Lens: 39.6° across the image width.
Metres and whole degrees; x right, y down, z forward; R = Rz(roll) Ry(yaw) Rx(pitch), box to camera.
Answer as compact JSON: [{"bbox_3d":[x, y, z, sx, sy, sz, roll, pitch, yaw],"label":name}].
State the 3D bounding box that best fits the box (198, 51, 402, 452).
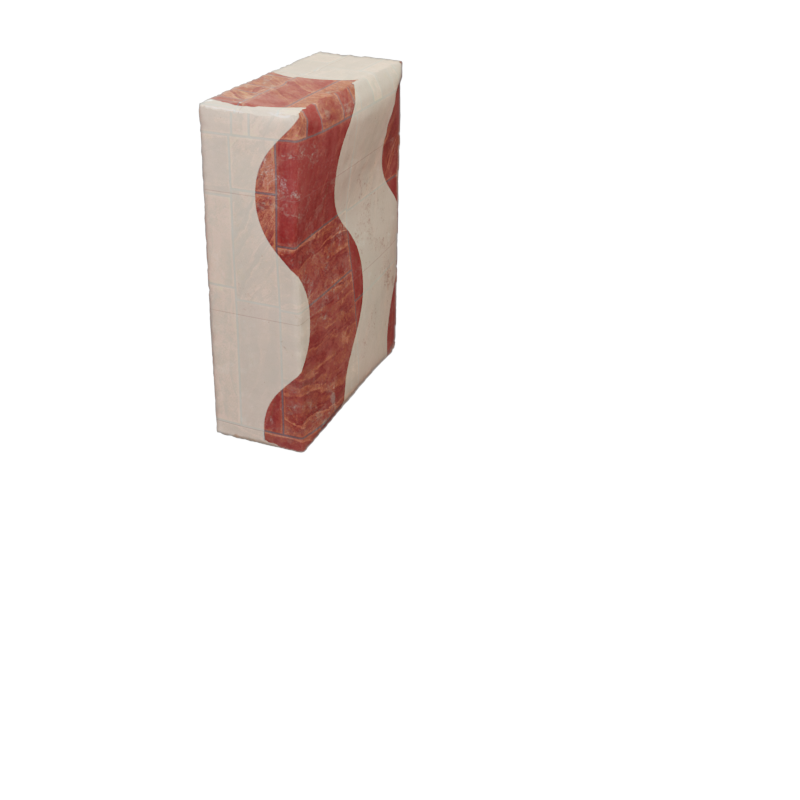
[{"bbox_3d":[-0.056,-0.102,0.712,0.074,0.203,0.167,10,26,19],"label":"box"}]
